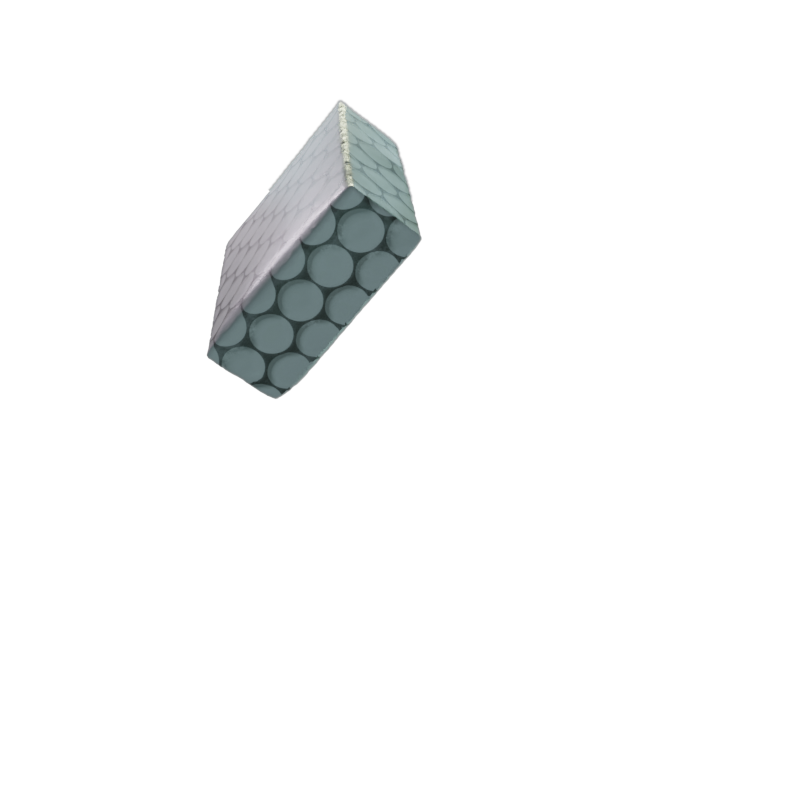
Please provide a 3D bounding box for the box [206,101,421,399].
[{"bbox_3d":[-0.067,-0.122,0.852,0.069,0.161,0.226,36,20,-20],"label":"box"}]
